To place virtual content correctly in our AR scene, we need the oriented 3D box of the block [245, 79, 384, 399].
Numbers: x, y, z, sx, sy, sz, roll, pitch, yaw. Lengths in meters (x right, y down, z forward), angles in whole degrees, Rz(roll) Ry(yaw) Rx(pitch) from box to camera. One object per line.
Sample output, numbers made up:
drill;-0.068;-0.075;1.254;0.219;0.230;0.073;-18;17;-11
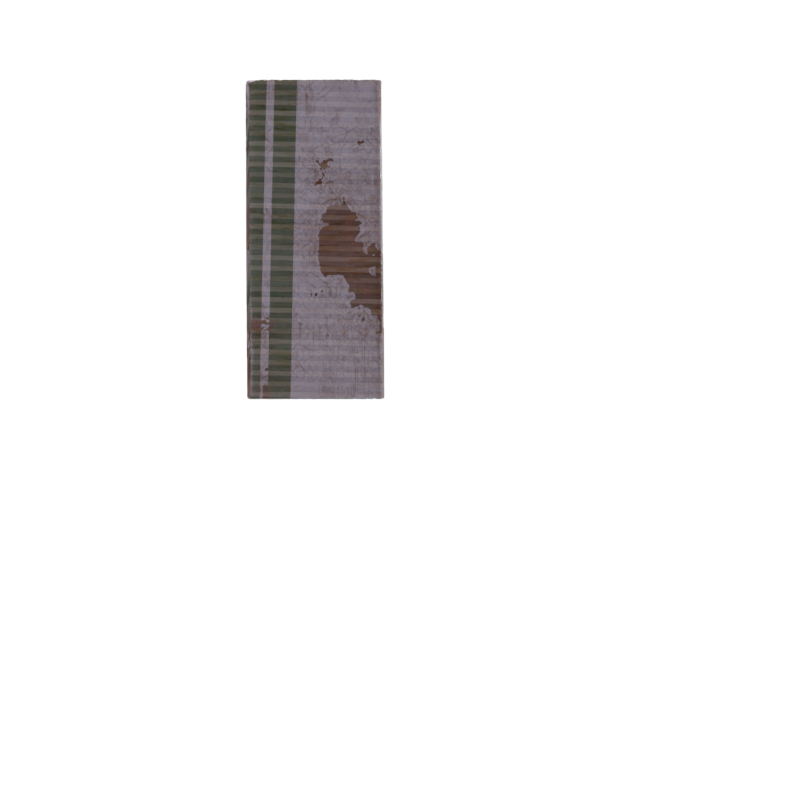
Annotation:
block;-0.059;-0.108;0.755;0.090;0.208;0.090;0;-2;-3
